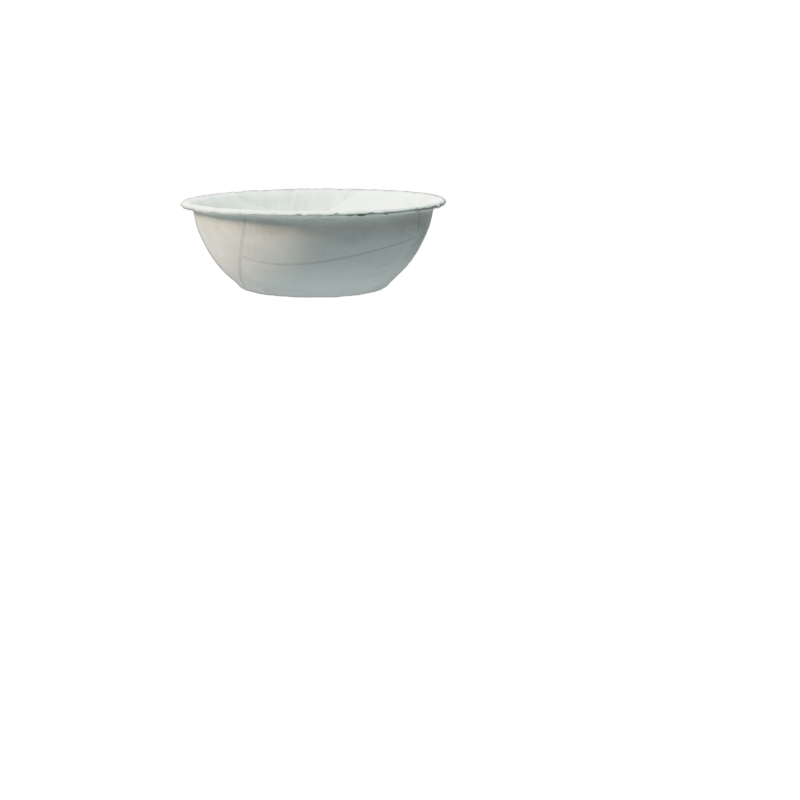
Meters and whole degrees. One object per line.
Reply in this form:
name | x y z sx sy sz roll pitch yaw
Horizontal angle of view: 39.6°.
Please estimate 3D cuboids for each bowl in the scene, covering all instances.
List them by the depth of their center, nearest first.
bowl | -0.053 -0.097 0.681 0.162 0.054 0.167 0 14 -2
